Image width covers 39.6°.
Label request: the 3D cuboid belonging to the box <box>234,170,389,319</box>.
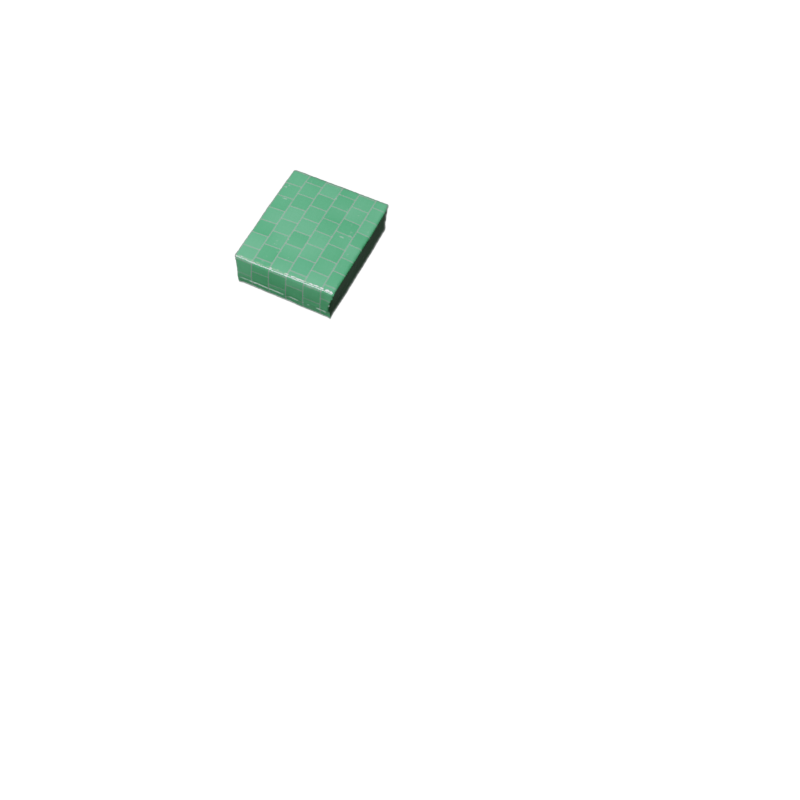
[{"bbox_3d":[-0.072,-0.132,0.924,0.093,0.118,0.036,20,-34,13],"label":"box"}]
